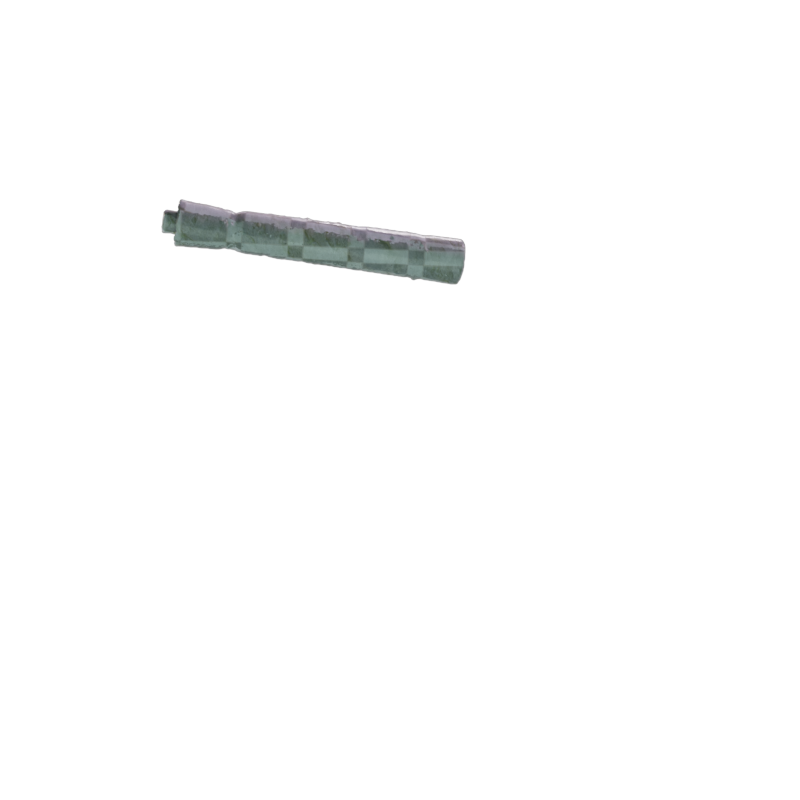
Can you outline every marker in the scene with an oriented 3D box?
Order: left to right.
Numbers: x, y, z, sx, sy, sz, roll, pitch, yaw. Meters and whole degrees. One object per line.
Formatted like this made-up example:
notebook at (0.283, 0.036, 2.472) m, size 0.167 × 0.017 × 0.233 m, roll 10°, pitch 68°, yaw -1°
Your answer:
marker at (-0.035, -0.064, 0.445) m, size 0.120 × 0.020 × 0.020 m, roll 7°, pitch 3°, yaw -5°
